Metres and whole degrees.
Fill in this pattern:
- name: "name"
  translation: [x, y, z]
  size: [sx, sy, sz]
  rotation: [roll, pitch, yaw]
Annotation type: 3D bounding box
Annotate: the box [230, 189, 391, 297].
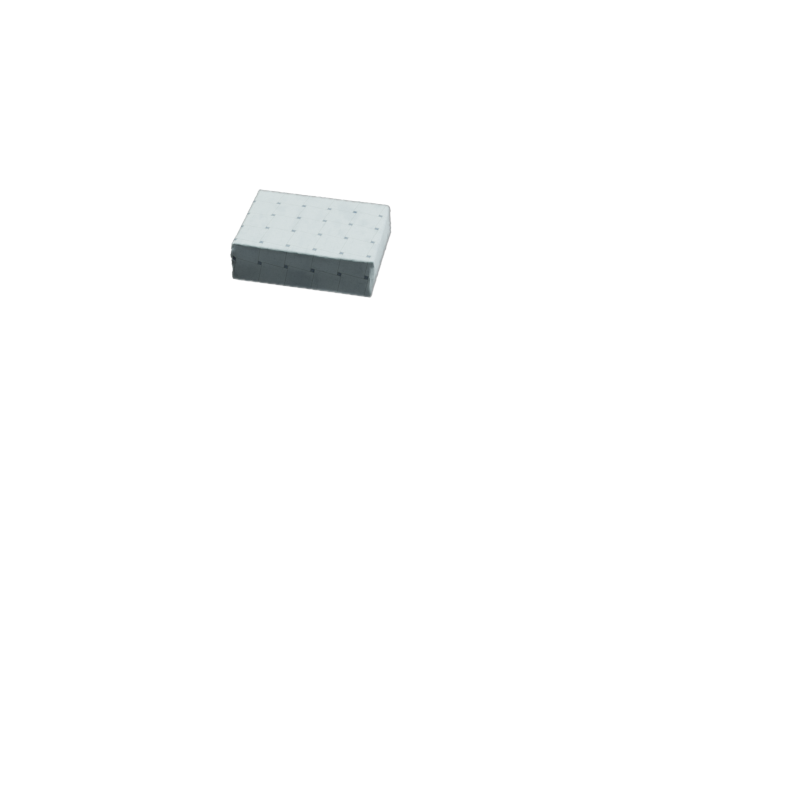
- name: "box"
  translation: [-0.069, -0.125, 0.875]
  size: [0.115, 0.036, 0.095]
  rotation: [6, 35, 8]
